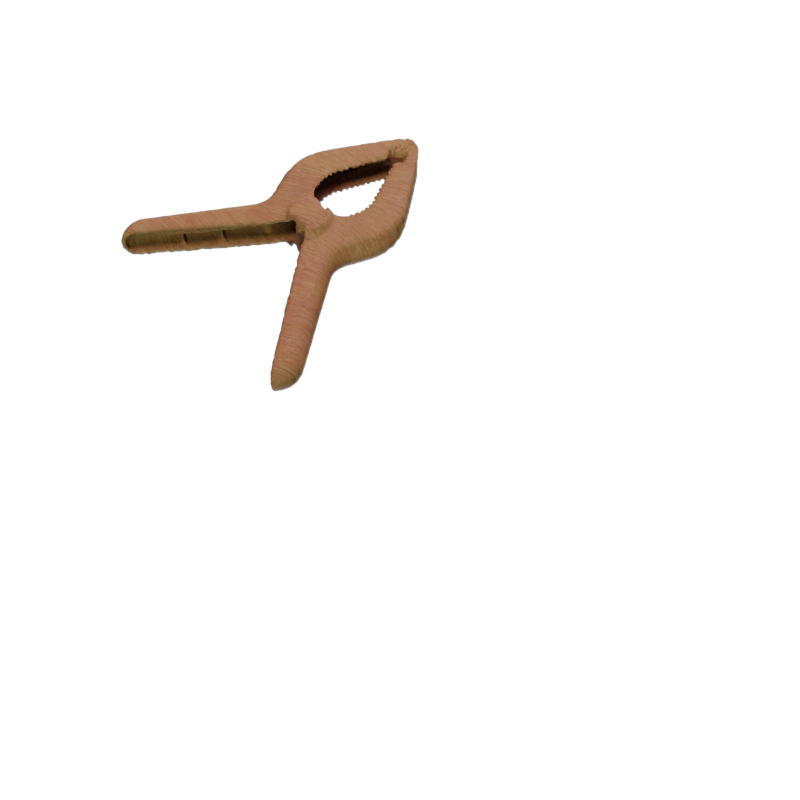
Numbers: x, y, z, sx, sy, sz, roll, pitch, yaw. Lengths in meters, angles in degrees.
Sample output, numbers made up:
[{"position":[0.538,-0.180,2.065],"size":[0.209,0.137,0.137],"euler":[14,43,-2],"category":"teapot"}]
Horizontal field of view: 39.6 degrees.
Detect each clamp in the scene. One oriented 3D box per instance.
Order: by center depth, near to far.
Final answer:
[{"position":[-0.058,-0.106,0.745],"size":[0.210,0.176,0.034],"euler":[-32,-29,-21],"category":"clamp"}]
